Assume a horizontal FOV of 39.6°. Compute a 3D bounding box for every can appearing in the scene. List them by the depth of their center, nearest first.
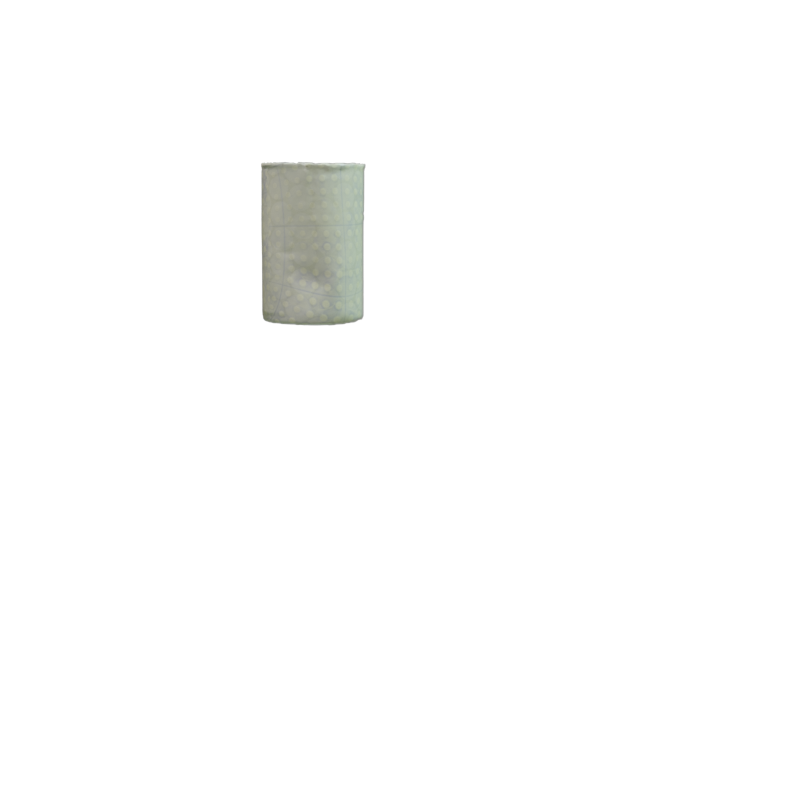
[{"bbox_3d":[-0.056,-0.103,0.720,0.068,0.101,0.069,0,5,-2],"label":"can"}]
